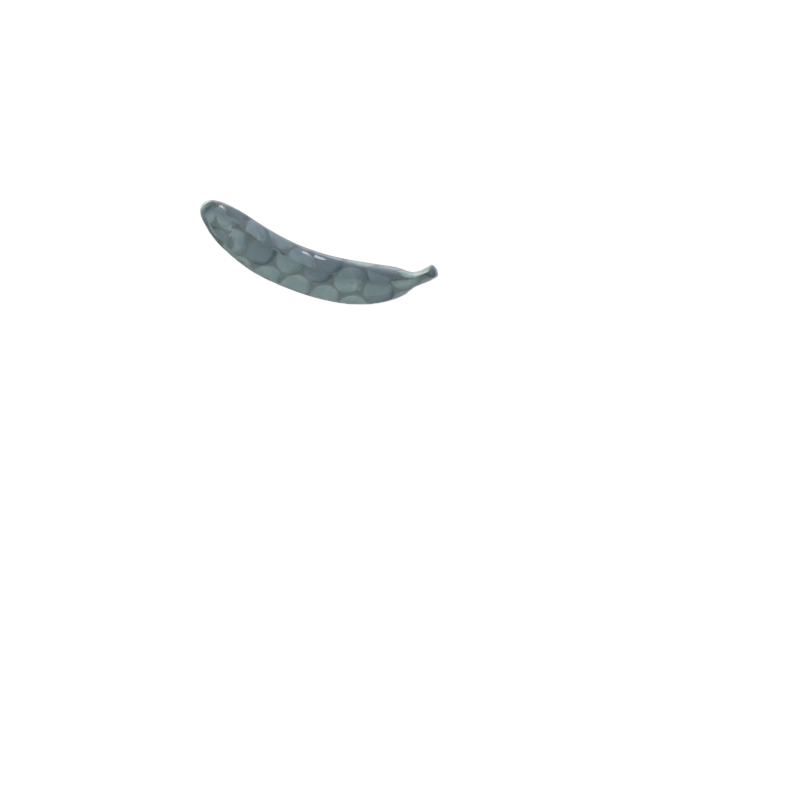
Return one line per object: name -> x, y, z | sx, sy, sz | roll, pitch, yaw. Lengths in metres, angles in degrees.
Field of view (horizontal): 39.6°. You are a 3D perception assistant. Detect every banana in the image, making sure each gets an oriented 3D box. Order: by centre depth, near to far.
banana -> -0.073, -0.114, 0.900 | 0.193, 0.039, 0.066 | 14, -47, -13
